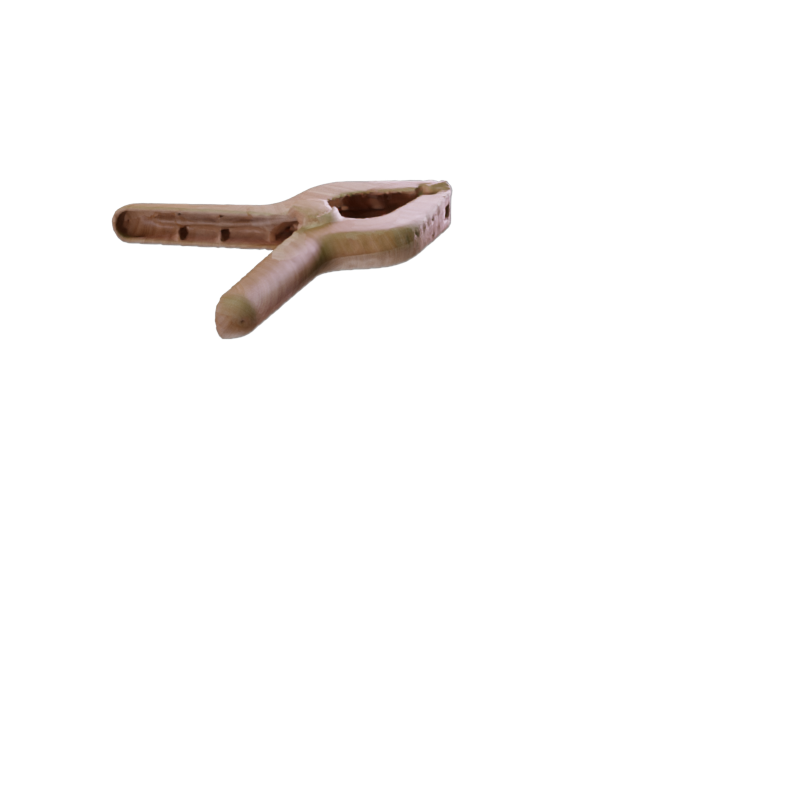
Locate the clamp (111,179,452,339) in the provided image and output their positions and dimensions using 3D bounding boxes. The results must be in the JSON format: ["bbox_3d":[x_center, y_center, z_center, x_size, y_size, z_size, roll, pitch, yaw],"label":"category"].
[{"bbox_3d":[-0.052,-0.095,0.666,0.206,0.034,0.177,-13,33,-21],"label":"clamp"}]
